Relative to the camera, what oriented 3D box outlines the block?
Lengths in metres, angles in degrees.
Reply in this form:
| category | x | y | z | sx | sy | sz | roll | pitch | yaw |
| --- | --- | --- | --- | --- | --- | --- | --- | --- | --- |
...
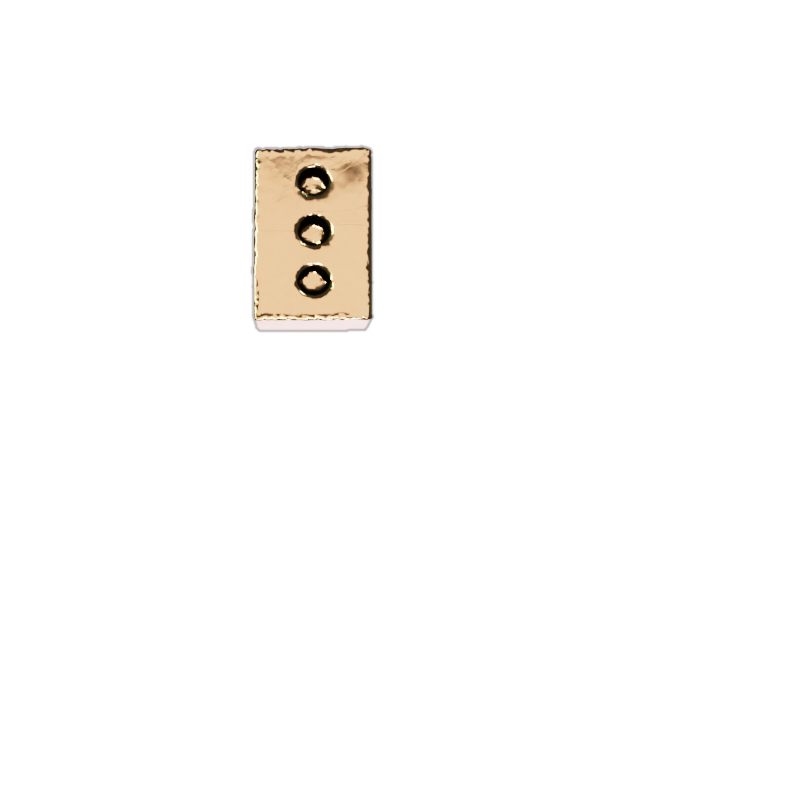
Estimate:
| category | x | y | z | sx | sy | sz | roll | pitch | yaw |
| --- | --- | --- | --- | --- | --- | --- | --- | --- | --- |
| block | -0.039 | -0.071 | 0.499 | 0.053 | 0.080 | 0.050 | -1 | -9 | -2 |
